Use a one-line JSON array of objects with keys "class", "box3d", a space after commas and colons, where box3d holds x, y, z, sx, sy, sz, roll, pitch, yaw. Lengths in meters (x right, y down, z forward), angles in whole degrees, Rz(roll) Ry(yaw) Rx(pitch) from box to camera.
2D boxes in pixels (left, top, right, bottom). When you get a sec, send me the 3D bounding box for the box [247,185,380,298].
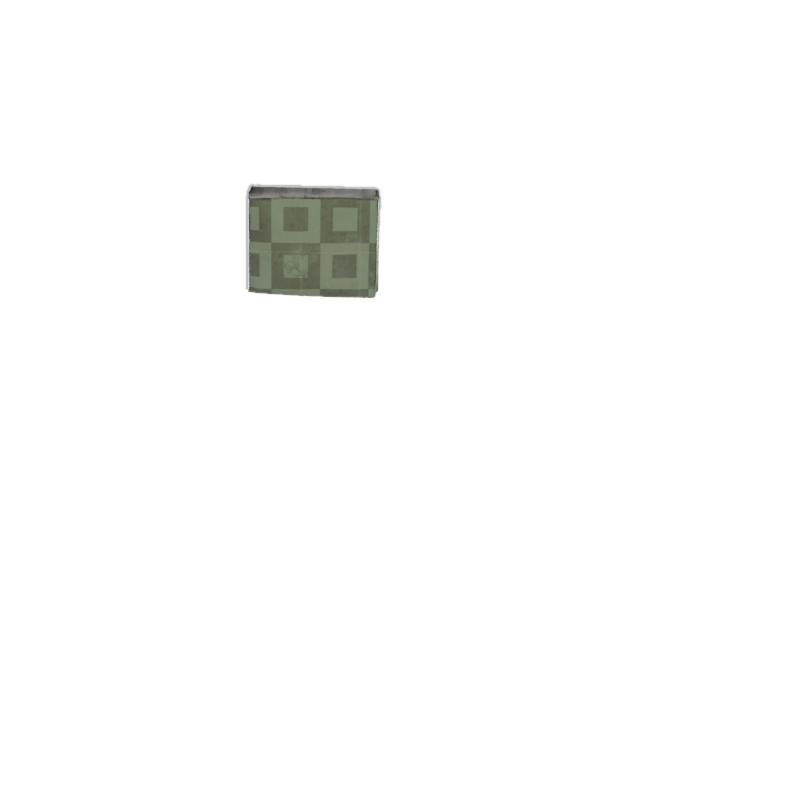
[{"class": "box", "box3d": [-0.074, -0.135, 0.948, 0.113, 0.086, 0.041, 2, 20, -1]}]
